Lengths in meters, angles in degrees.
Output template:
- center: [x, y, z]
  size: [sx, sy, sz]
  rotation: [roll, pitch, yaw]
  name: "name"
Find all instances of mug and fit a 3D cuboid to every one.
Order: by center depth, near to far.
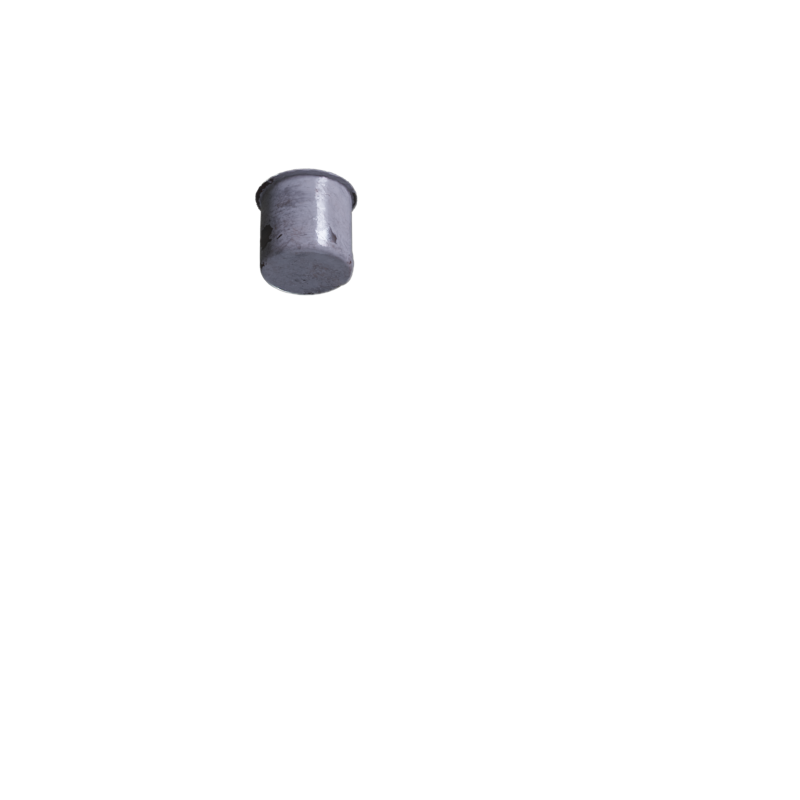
- center: [-0.078, -0.142, 0.995]
  size: [0.094, 0.087, 0.108]
  rotation: [-16, -32, 26]
  name: "mug"
